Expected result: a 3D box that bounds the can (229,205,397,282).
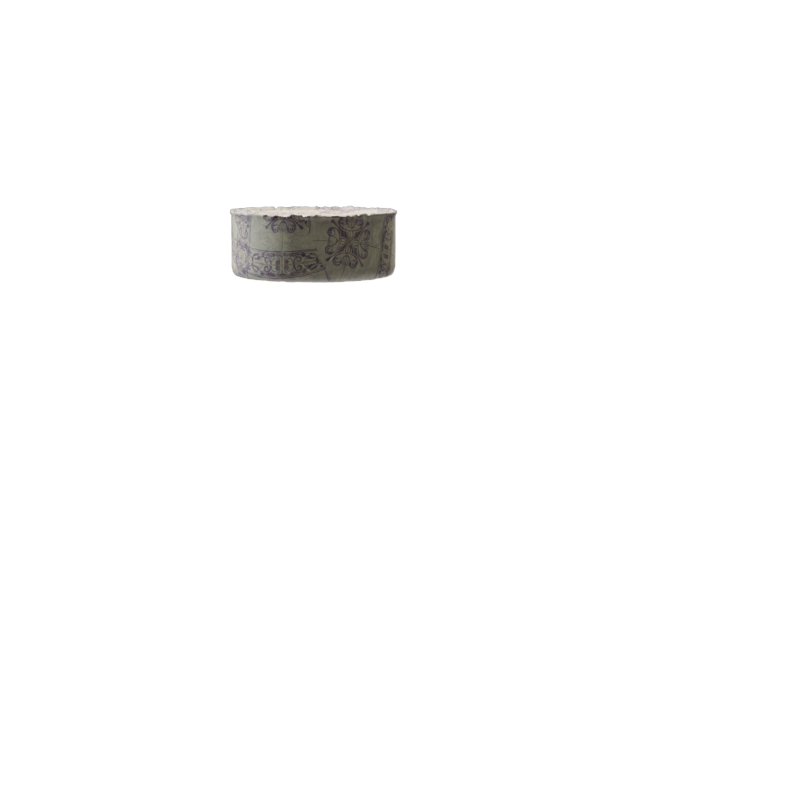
[{"bbox_3d":[-0.045,-0.081,0.570,0.086,0.033,0.088,0,12,-2],"label":"can"}]
